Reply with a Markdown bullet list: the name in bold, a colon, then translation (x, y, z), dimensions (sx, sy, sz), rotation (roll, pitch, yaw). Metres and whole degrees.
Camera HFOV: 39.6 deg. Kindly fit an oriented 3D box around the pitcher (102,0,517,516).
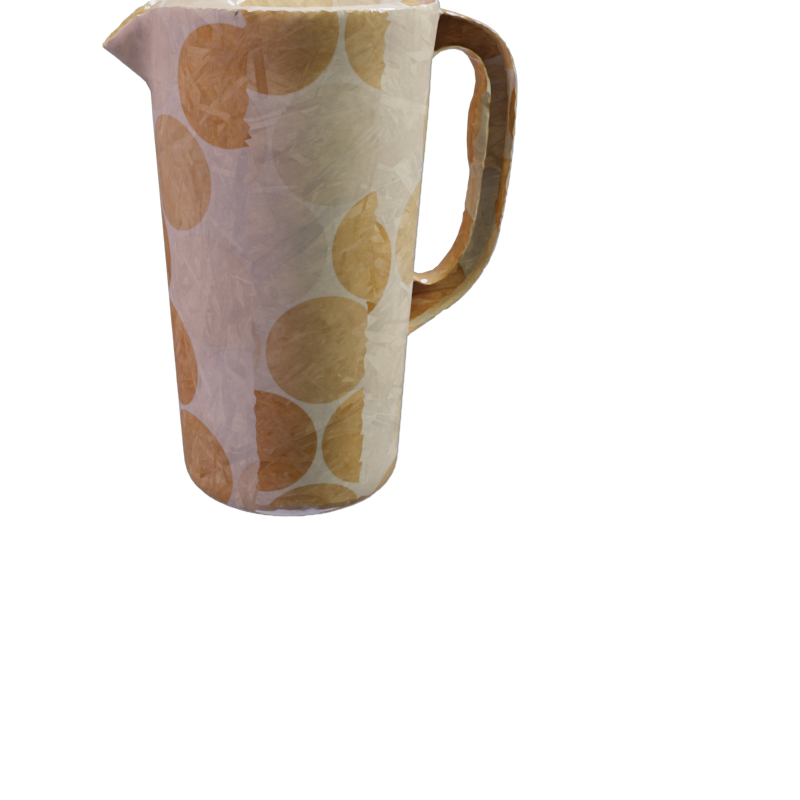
- **pitcher**: translation (-0.041, -0.076, 0.529), dimensions (0.156, 0.233, 0.144), rotation (13, 23, 30)
